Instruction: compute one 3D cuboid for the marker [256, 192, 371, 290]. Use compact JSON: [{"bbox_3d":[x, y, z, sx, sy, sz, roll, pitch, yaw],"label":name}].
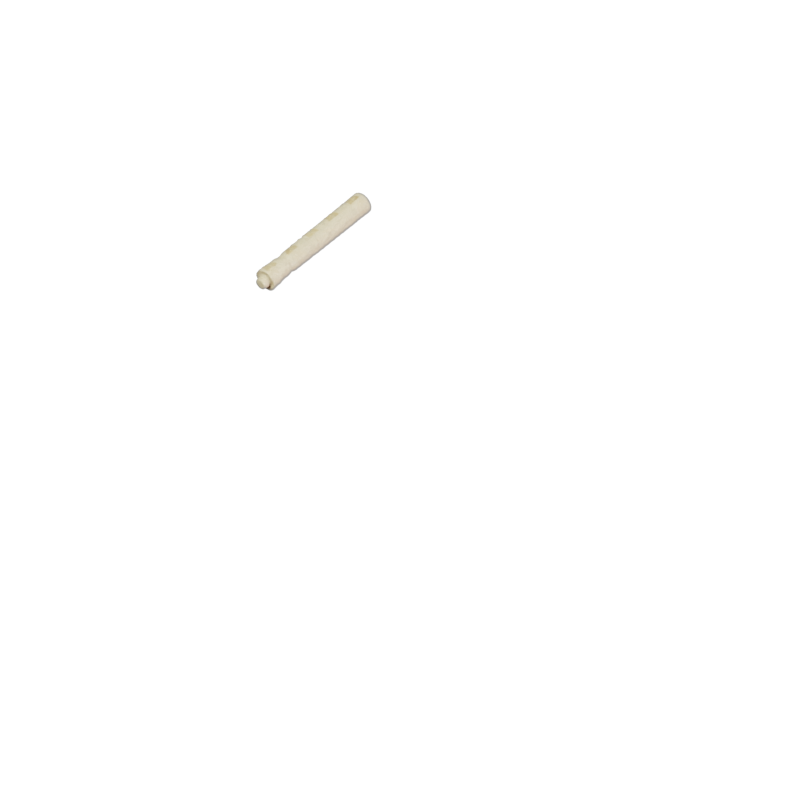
[{"bbox_3d":[-0.067,-0.123,0.861,0.021,0.019,0.123,4,39,48],"label":"marker"}]
